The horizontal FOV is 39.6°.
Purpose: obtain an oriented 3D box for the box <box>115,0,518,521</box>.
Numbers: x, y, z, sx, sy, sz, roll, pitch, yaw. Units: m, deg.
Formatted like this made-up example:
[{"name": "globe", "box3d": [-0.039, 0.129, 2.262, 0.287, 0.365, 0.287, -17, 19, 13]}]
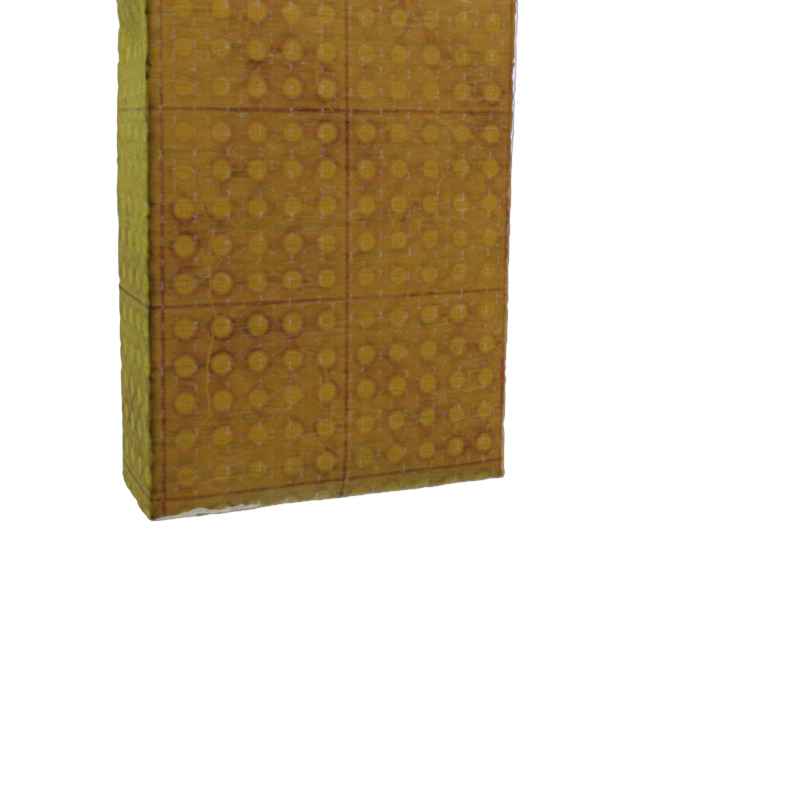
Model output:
[{"name": "box", "box3d": [-0.038, -0.069, 0.481, 0.160, 0.211, 0.075, -3, 7, -23]}]
